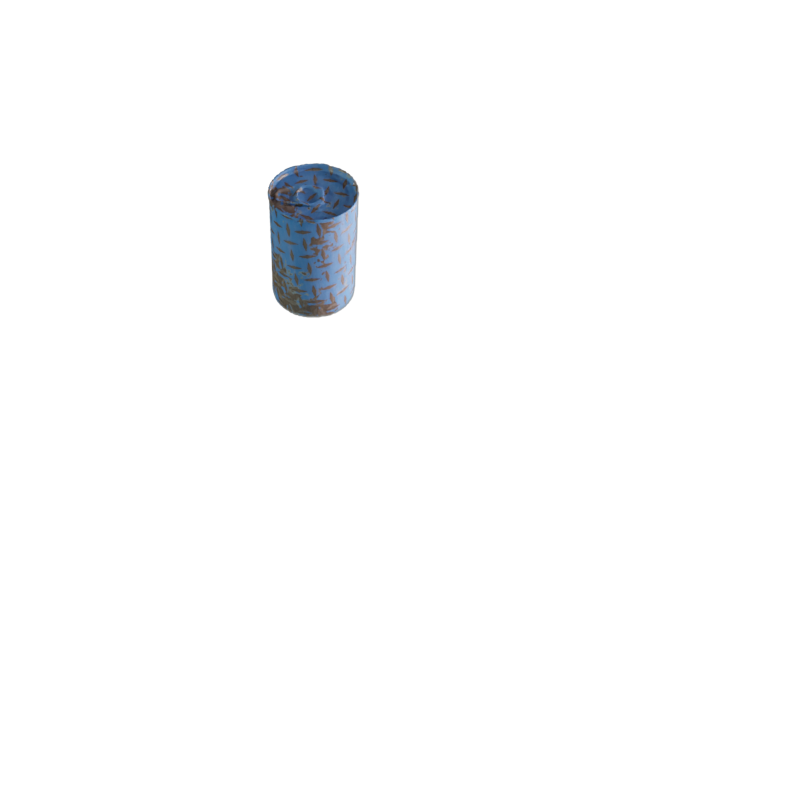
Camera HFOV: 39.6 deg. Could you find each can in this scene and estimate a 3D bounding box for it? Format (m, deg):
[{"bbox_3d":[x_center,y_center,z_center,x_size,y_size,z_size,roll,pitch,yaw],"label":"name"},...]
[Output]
[{"bbox_3d":[-0.067,-0.122,0.853,0.068,0.074,0.095,0,-44,-3],"label":"can"}]
